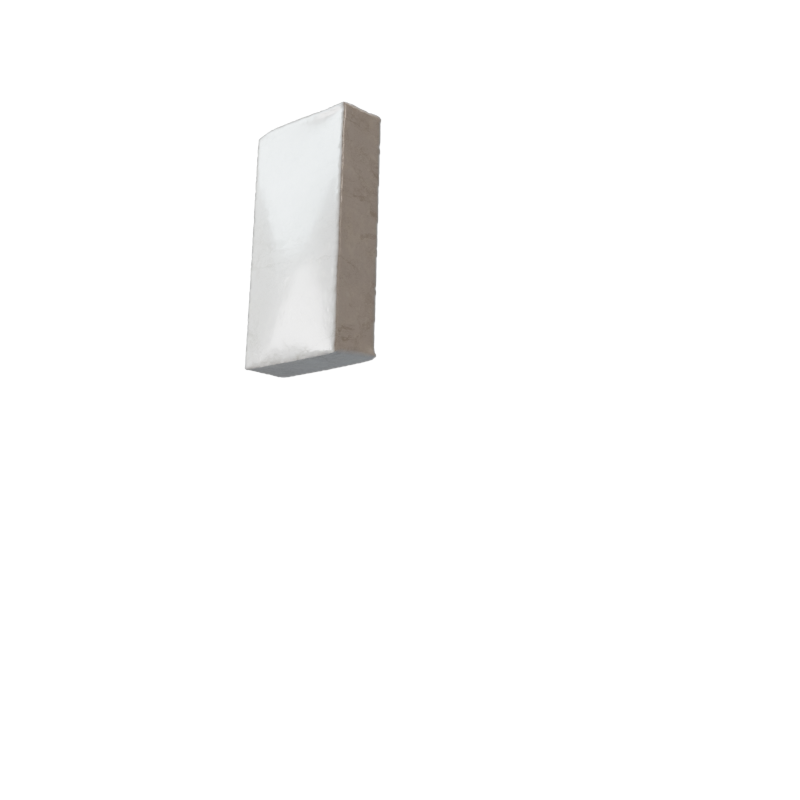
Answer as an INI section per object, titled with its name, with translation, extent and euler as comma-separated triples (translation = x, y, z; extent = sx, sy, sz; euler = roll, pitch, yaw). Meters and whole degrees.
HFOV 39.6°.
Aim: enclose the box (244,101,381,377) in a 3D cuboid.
[box]
translation = -0.061, -0.110, 0.769
extent = 0.095, 0.183, 0.045
euler = -15, -21, 41
